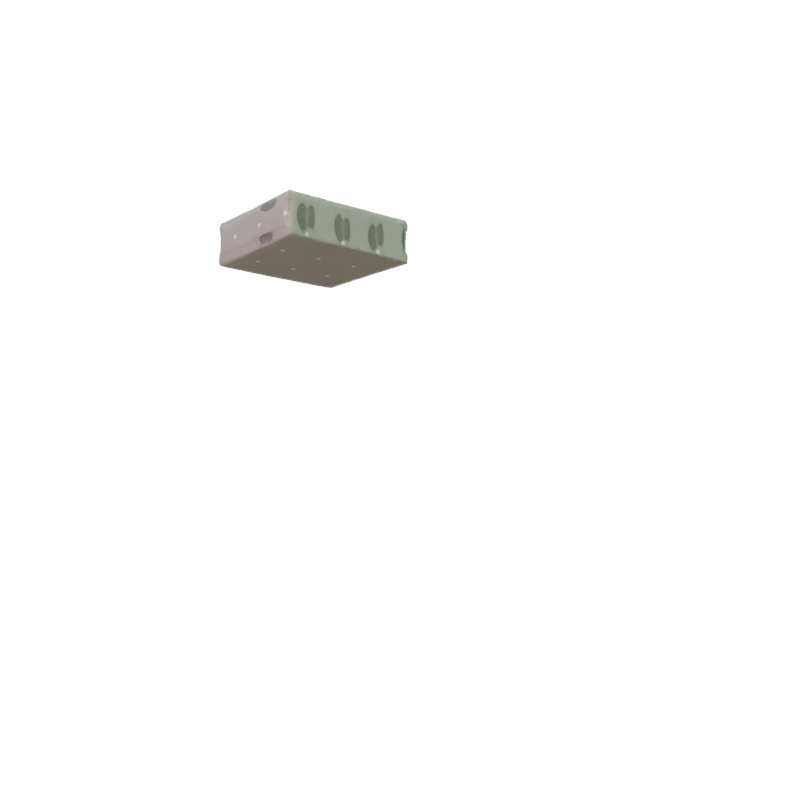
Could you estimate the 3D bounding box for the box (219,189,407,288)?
[{"bbox_3d":[-0.051,-0.094,0.659,0.085,0.031,0.074,8,-14,-37],"label":"box"}]
